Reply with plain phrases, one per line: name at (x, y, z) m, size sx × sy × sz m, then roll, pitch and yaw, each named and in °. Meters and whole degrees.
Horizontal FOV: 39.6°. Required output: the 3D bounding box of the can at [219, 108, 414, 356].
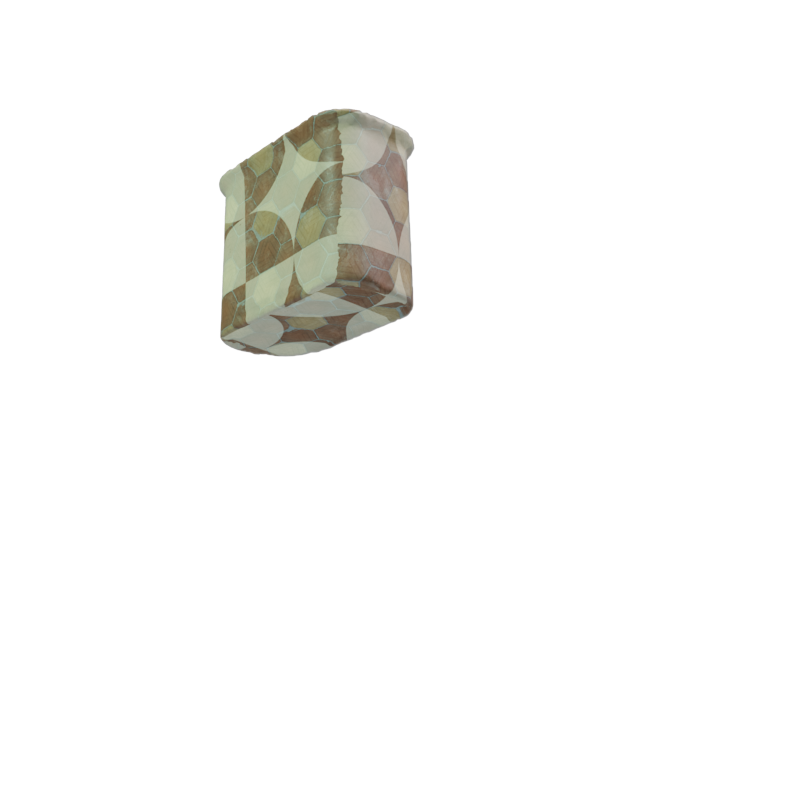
can at (-0.040, -0.073, 0.514) m, size 0.054 × 0.088 × 0.102 m, roll 19°, pitch -29°, yaw -39°
